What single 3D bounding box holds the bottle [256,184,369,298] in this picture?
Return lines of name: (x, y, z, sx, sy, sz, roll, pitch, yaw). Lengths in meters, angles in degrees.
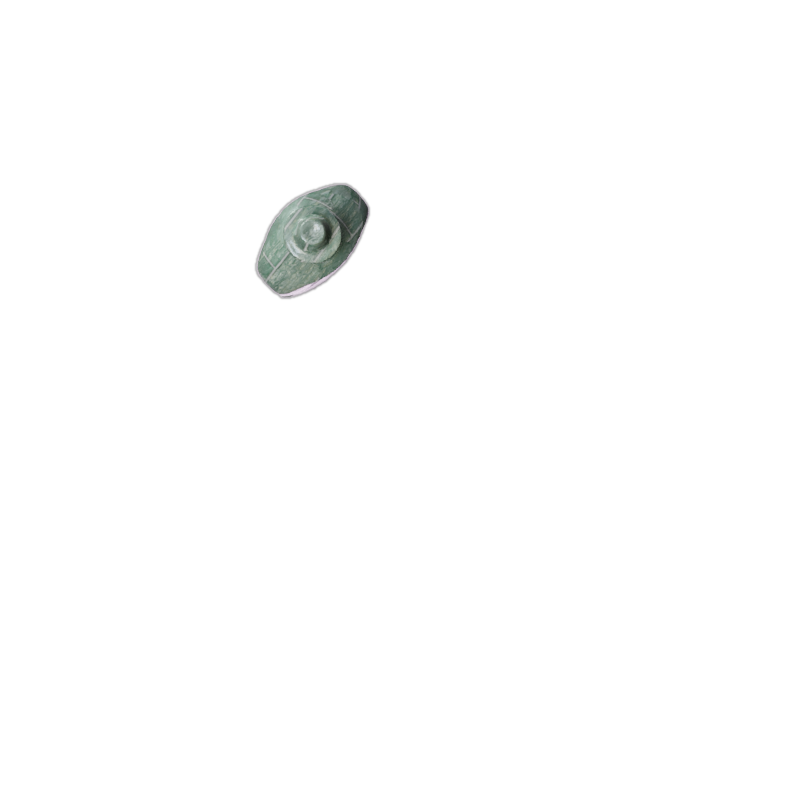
bottle: (-0.066, -0.120, 0.838, 0.096, 0.058, 0.192, -42, 6, 0)
